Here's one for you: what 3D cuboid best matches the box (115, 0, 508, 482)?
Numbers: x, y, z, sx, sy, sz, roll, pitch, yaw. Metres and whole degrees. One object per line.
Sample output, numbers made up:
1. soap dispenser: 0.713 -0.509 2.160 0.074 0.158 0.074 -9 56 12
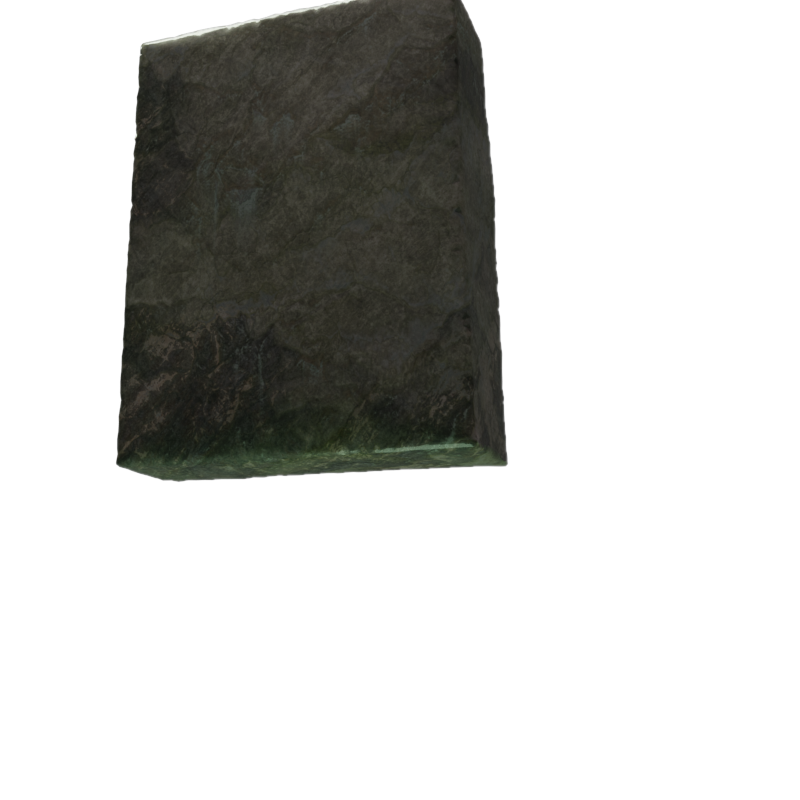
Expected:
1. box: -0.041 -0.074 0.520 0.167 0.223 0.067 -7 -19 18
